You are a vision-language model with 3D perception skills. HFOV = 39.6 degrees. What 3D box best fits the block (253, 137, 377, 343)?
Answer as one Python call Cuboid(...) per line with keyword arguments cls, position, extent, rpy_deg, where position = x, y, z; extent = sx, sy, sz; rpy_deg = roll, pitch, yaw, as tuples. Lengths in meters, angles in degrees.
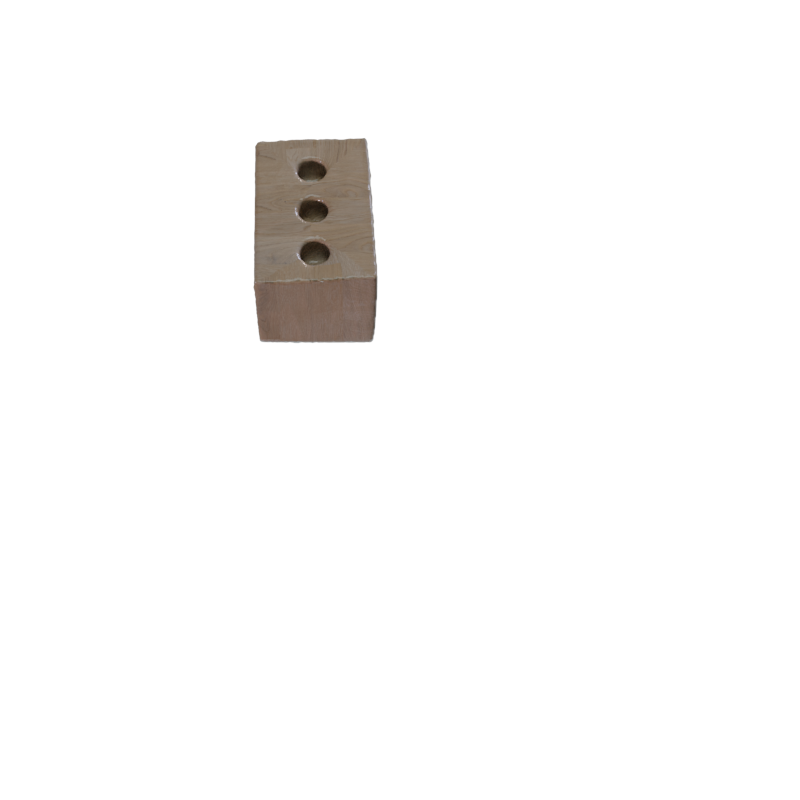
Cuboid(cls="block", position=(-0.039, -0.071, 0.498), extent=(0.052, 0.083, 0.048), rpy_deg=(-2, -31, -4))
